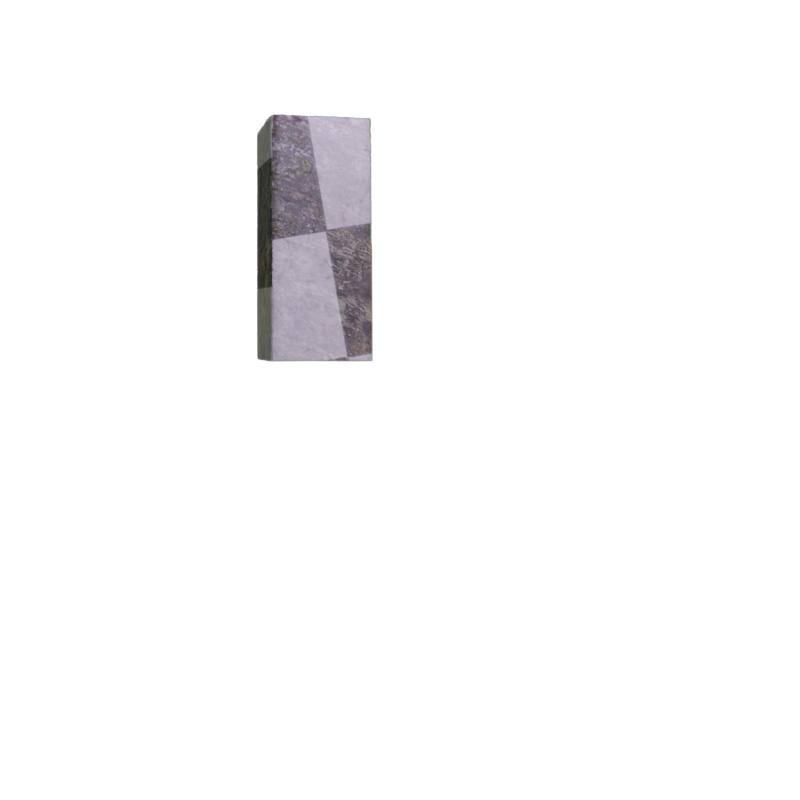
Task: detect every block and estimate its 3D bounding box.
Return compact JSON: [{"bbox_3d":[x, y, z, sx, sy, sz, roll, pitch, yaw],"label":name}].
[{"bbox_3d":[-0.077,-0.138,0.969,0.089,0.208,0.091,1,-4,-13],"label":"block"}]
